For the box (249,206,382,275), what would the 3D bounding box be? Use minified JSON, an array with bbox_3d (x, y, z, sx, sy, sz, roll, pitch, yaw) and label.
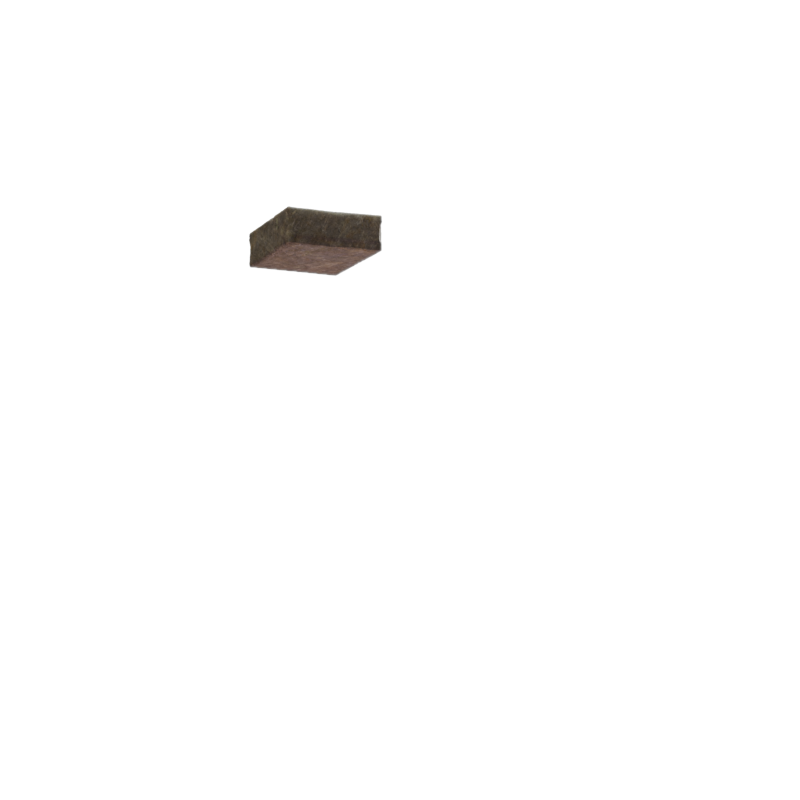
[{"bbox_3d":[-0.064,-0.117,0.821,0.071,0.031,0.090,3,-7,-24],"label":"box"}]
